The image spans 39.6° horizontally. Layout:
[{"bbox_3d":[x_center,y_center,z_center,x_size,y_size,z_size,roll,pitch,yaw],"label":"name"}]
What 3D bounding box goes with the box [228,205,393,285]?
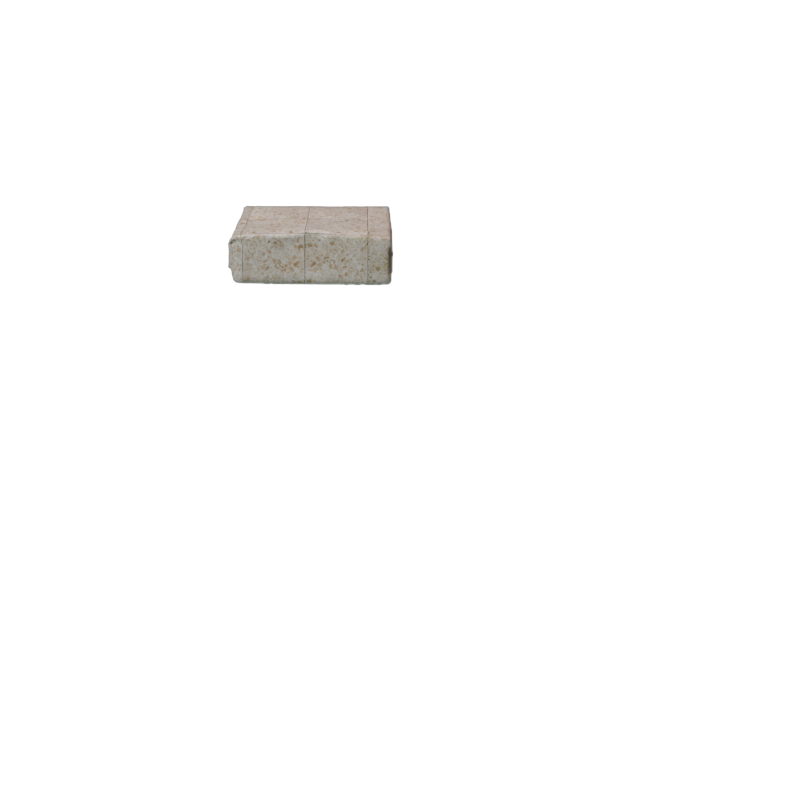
[{"bbox_3d":[-0.049,-0.090,0.630,0.089,0.029,0.076,1,21,1],"label":"box"}]
